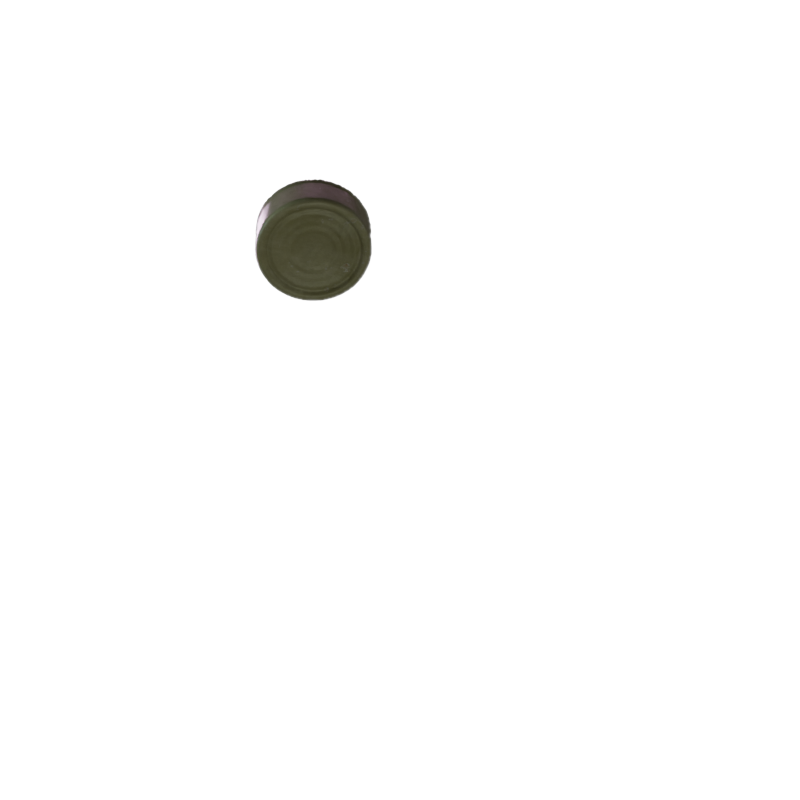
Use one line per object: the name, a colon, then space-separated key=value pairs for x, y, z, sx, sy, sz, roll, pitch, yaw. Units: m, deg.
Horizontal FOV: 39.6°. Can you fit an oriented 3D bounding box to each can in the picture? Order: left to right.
can: x=-0.064 y=-0.116 z=0.812 sx=0.086 sy=0.081 sz=0.036 roll=1 pitch=31 yaw=-1
